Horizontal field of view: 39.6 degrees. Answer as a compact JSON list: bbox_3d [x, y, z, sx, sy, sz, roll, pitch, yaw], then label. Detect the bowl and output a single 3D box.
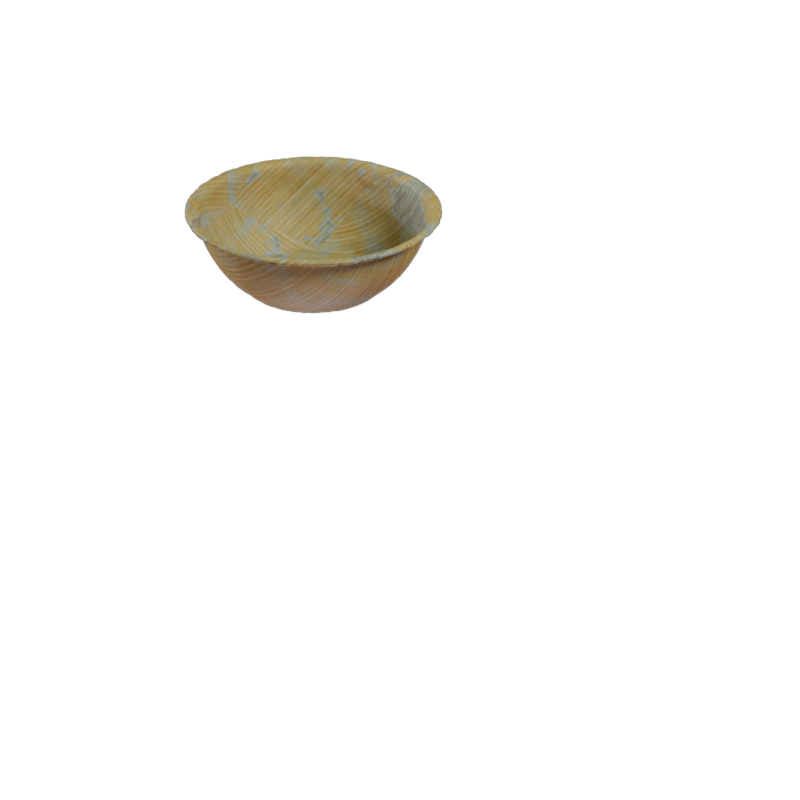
[{"bbox_3d":[-0.055,-0.101,0.708,0.162,0.052,0.172,-1,32,-2],"label":"bowl"}]
